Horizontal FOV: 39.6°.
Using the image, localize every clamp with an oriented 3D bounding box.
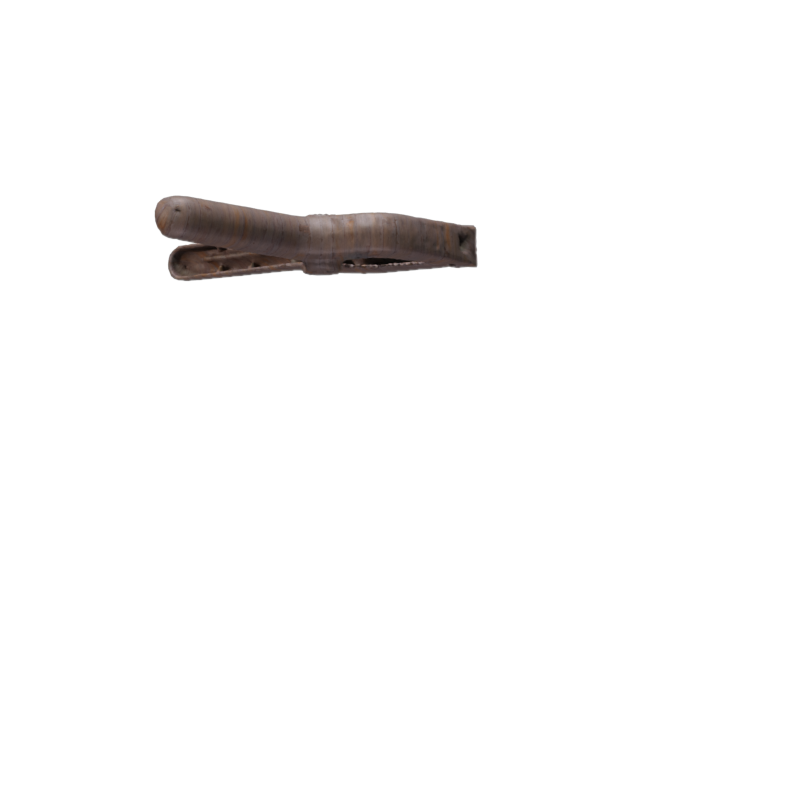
[{"bbox_3d":[-0.055,-0.100,0.701,0.210,0.037,0.161,0,-3,1],"label":"clamp"}]
